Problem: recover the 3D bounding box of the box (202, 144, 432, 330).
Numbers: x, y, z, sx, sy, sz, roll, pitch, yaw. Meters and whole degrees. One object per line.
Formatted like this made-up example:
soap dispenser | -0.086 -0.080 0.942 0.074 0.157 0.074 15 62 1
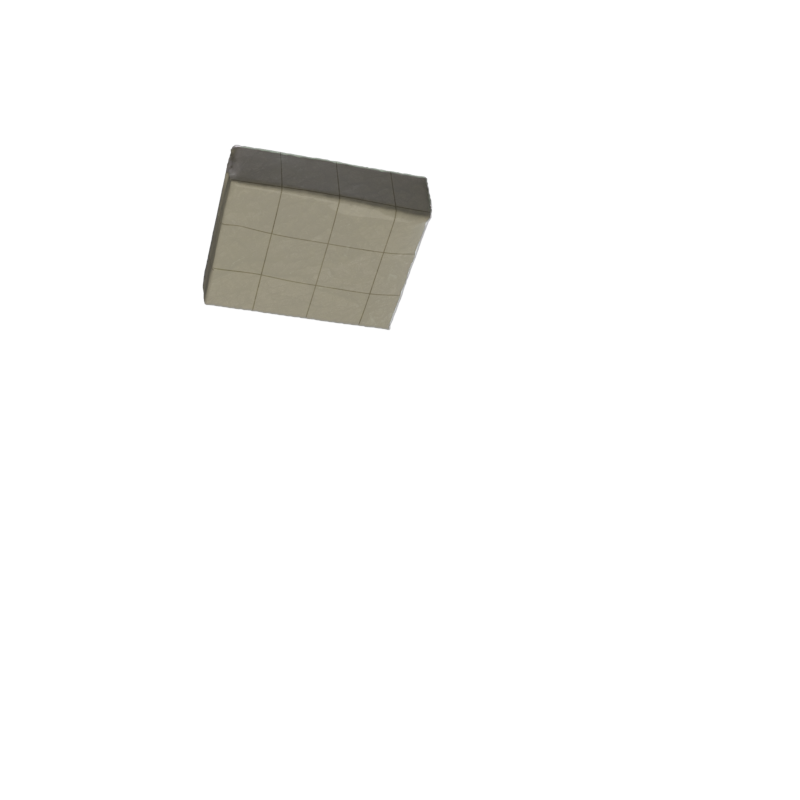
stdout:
box | -0.048 -0.088 0.619 0.112 0.085 0.042 10 42 -10
